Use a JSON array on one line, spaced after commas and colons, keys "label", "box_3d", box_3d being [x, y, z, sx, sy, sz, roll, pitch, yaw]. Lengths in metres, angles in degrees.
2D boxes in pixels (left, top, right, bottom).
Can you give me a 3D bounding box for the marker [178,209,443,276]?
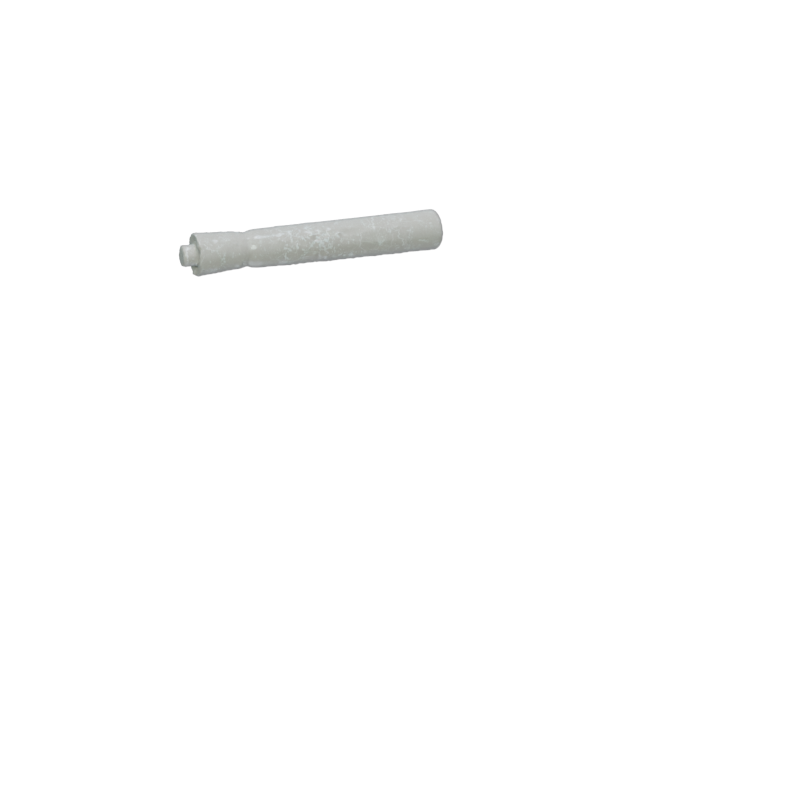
[{"label": "marker", "box_3d": [-0.038, -0.070, 0.490, 0.118, 0.020, 0.020, -9, 8, -22]}]
